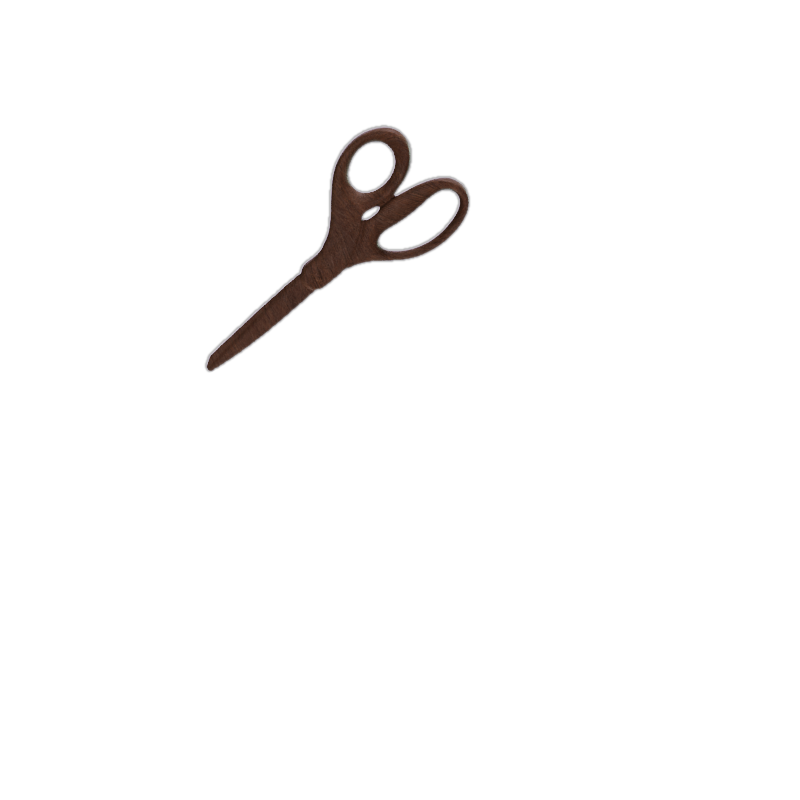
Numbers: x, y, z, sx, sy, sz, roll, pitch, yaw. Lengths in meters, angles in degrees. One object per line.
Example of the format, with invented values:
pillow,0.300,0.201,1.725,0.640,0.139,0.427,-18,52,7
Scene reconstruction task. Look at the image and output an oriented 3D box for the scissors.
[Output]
scissors,-0.055,-0.100,0.703,0.202,0.093,0.016,-25,13,6
